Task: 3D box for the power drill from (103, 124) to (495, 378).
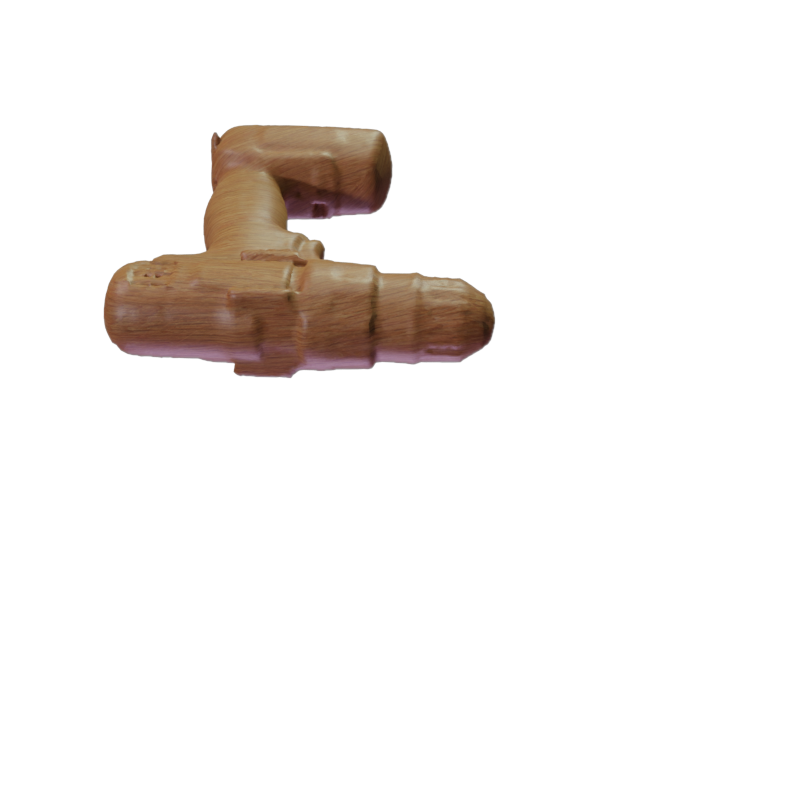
[{"bbox_3d":[-0.046,-0.083,0.583,0.186,0.054,0.199,3,34,3],"label":"power drill"}]
